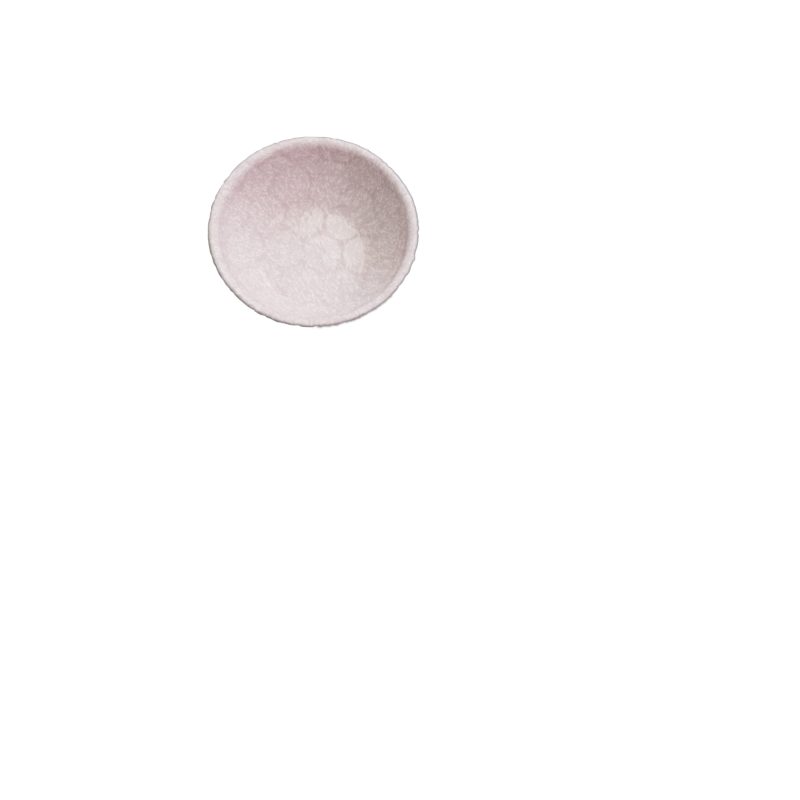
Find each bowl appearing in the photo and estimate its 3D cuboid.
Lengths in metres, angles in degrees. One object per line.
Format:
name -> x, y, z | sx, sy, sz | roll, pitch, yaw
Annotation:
bowl -> -0.068, -0.124, 0.870 | 0.162, 0.171, 0.052 | -1, -23, -1
